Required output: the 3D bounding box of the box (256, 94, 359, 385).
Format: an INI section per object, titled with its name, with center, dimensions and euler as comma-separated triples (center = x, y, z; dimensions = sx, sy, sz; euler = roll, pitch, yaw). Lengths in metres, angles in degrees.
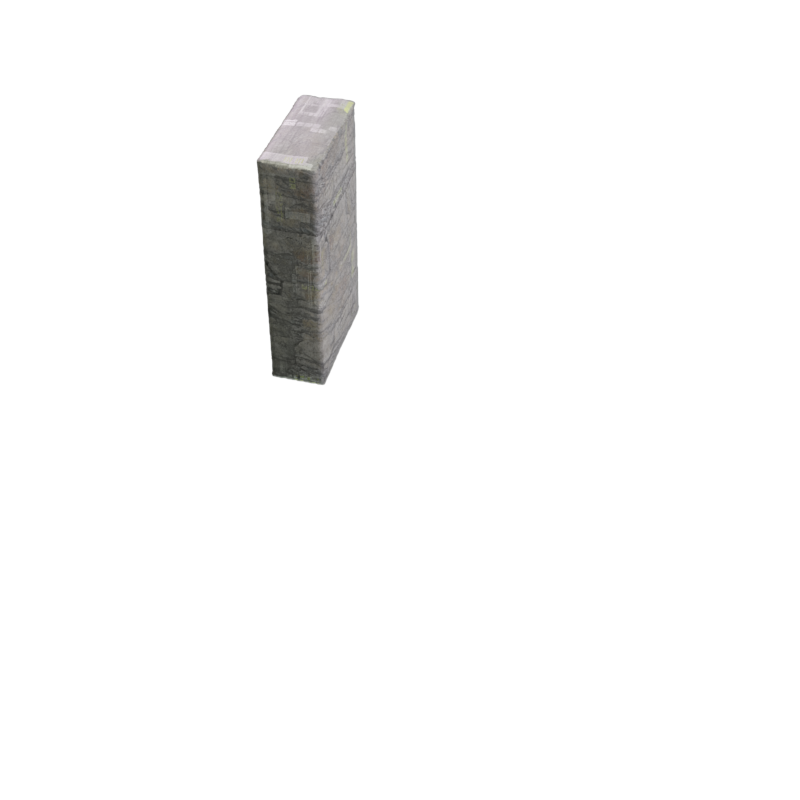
[box]
center = -0.059, -0.107, 0.753
dimensions = 0.049, 0.164, 0.098
euler = 11, 40, 9
